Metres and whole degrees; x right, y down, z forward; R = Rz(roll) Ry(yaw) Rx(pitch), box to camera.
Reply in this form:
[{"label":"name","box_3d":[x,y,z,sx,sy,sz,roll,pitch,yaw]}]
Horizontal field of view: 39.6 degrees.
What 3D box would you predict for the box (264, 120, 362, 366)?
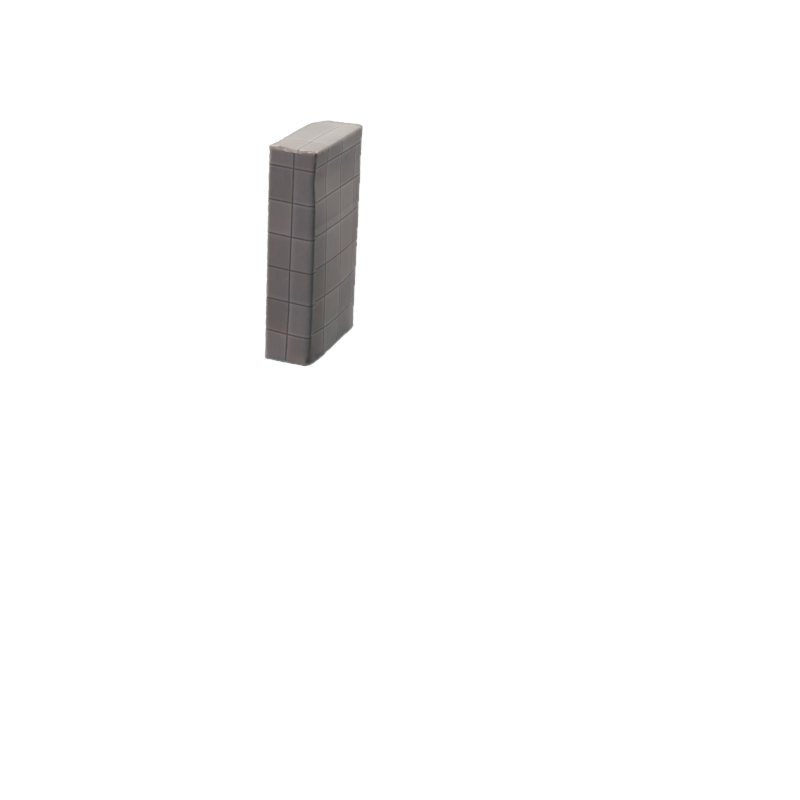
[{"label":"box","box_3d":[-0.068,-0.125,0.872,0.050,0.168,0.095,9,23,19]}]
